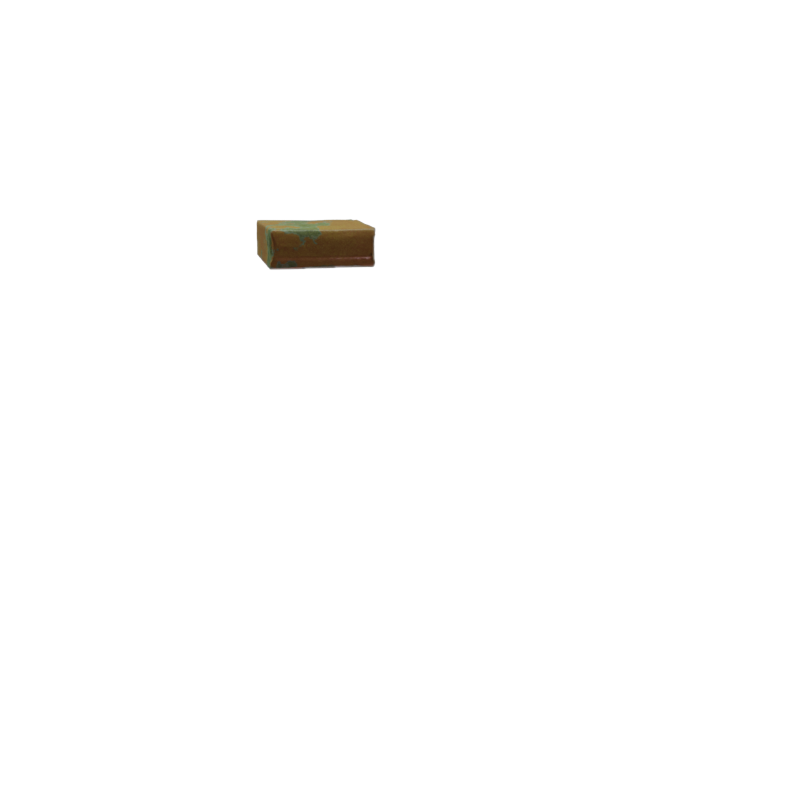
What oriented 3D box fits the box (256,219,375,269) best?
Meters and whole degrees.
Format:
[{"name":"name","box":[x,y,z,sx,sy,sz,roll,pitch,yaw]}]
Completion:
[{"name":"box","box":[-0.062,-0.112,0.787,0.072,0.030,0.092,-2,12,-11]}]
